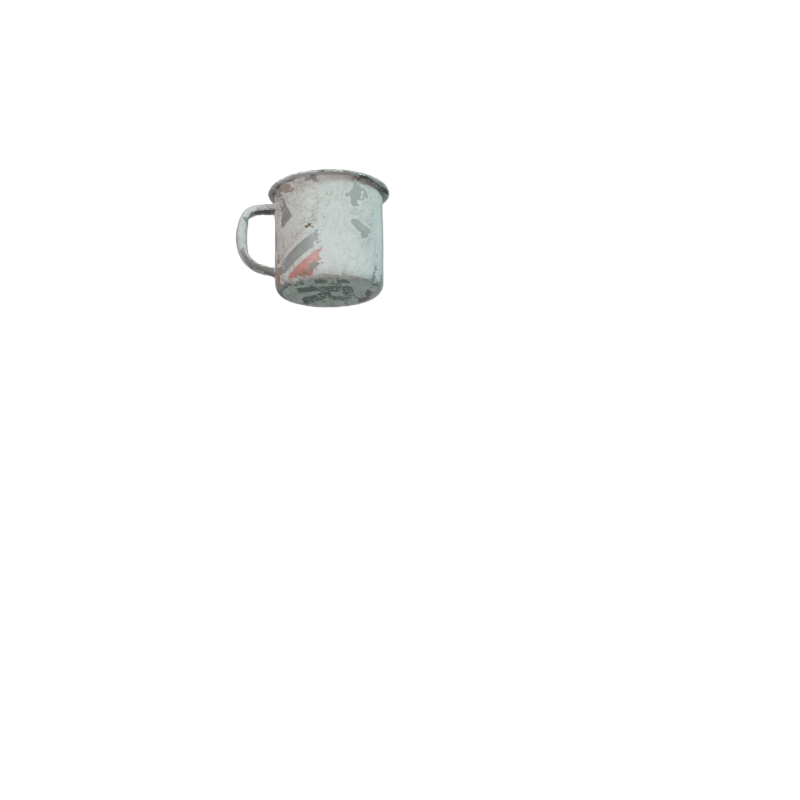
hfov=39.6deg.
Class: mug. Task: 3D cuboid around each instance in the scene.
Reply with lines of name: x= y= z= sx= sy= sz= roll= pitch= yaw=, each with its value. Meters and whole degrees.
mug: x=-0.066 y=-0.120 z=0.838 sx=0.116 sy=0.085 sz=0.091 roll=2 pitch=-16 yaw=-10
